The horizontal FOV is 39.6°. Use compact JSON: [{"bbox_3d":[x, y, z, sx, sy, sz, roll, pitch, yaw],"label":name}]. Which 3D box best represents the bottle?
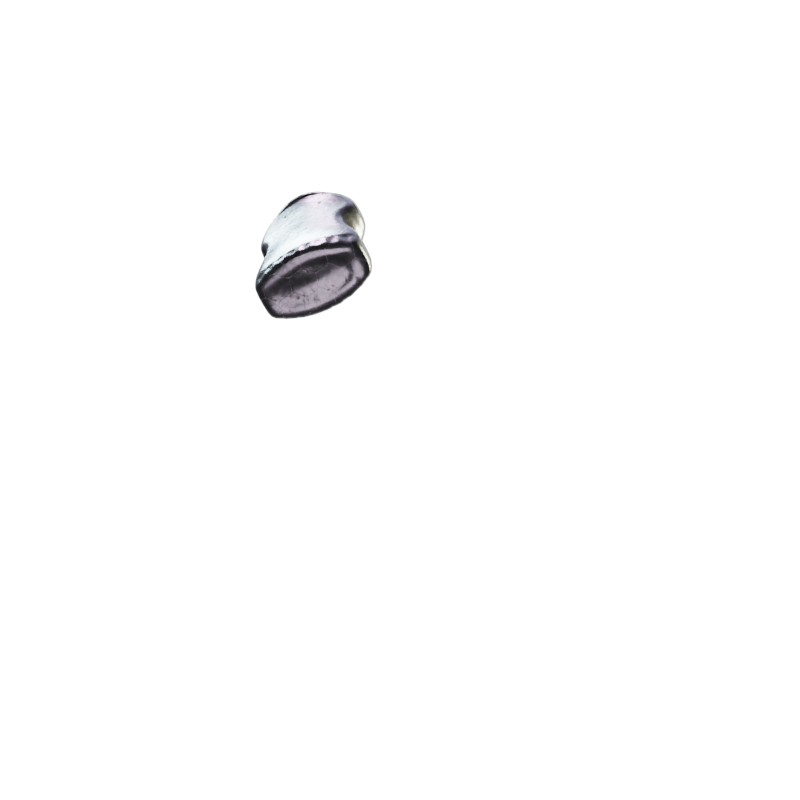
[{"bbox_3d":[-0.078,-0.142,0.990,0.096,0.055,0.202,-26,26,9],"label":"bottle"}]
